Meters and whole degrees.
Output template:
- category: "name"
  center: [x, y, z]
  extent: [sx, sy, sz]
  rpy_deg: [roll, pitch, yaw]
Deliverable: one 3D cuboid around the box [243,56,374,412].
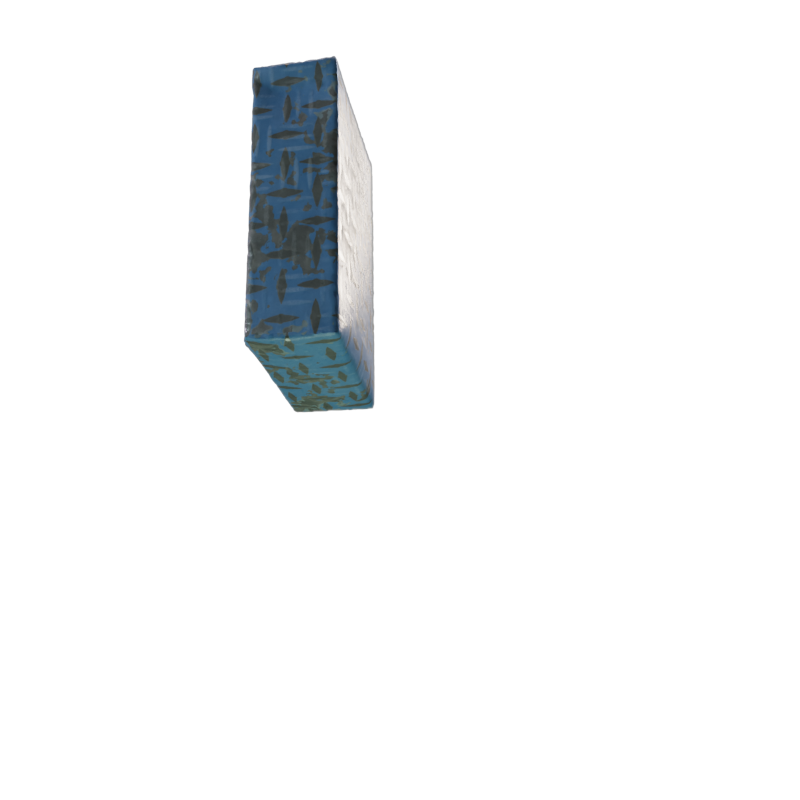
- category: "box"
  center: [-0.064, -0.117, 0.816]
  extent: [0.072, 0.225, 0.154]
  rpy_deg: [-5, -22, 7]
